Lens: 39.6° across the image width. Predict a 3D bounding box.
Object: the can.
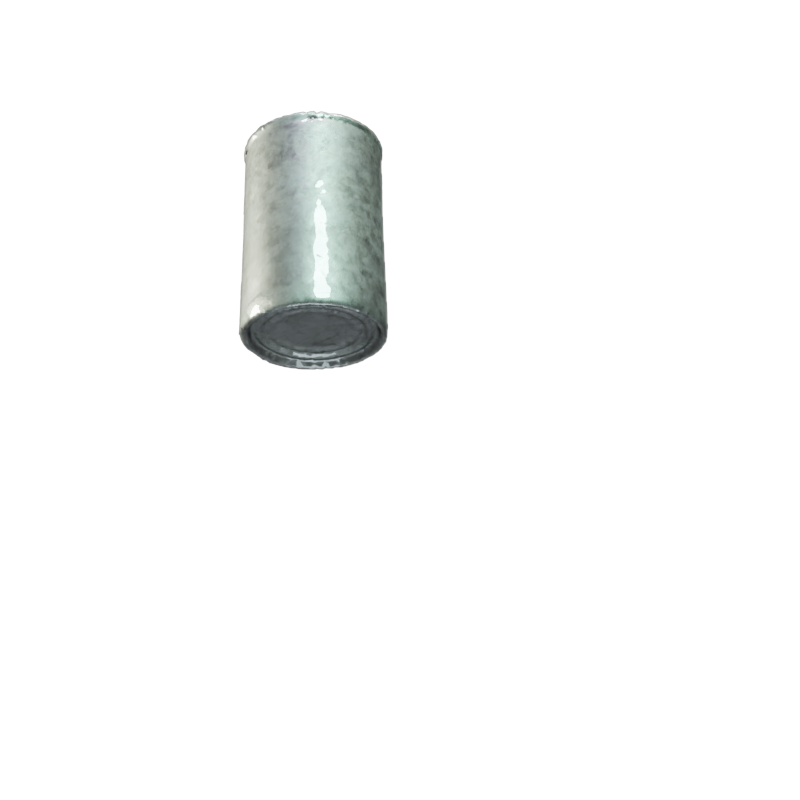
[{"bbox_3d":[-0.041,-0.074,0.518,0.068,0.109,0.064,0,-29,-2],"label":"can"}]
